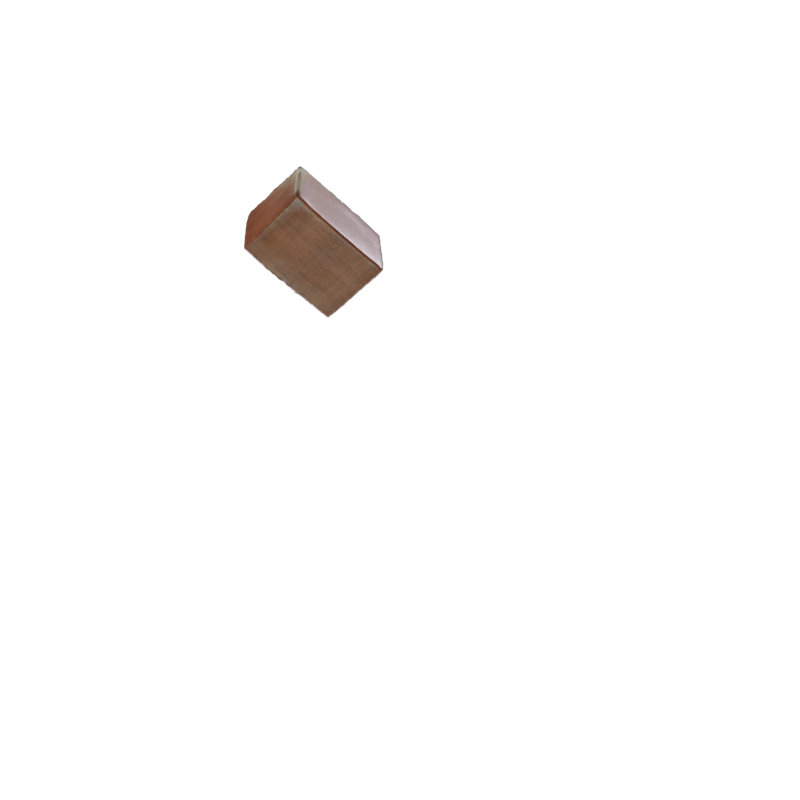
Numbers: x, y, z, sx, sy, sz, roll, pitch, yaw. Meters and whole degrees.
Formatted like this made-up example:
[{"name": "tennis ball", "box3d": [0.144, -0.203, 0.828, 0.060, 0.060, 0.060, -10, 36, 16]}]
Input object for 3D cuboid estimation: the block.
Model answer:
[{"name": "block", "box3d": [-0.057, -0.103, 0.724, 0.074, 0.052, 0.054, 40, 22, -22]}]
